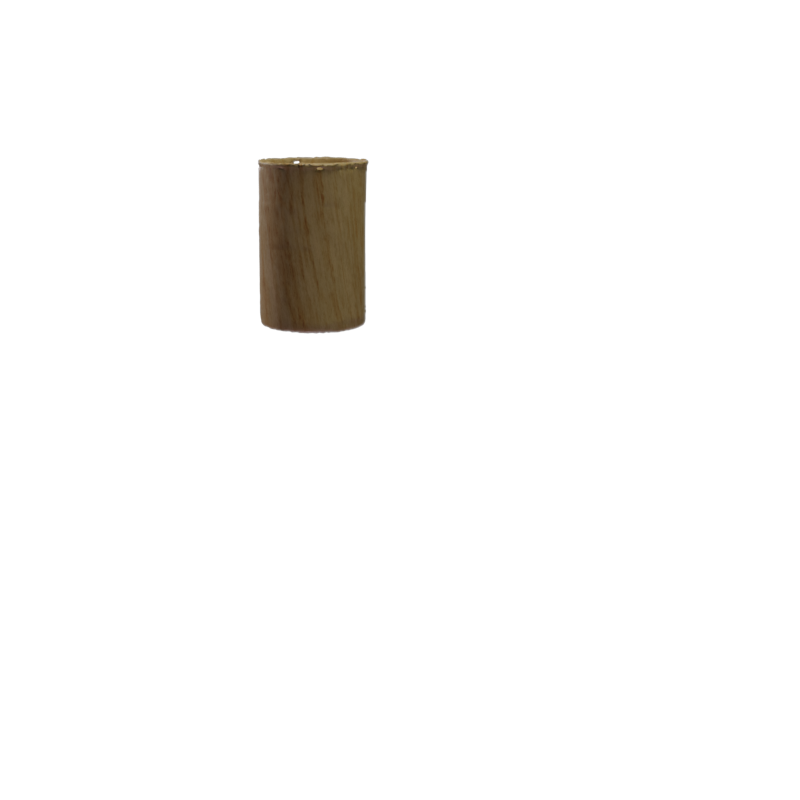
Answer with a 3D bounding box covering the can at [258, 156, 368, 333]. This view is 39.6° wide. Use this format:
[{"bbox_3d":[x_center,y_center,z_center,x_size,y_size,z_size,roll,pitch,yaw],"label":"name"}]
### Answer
[{"bbox_3d":[-0.054,-0.098,0.686,0.068,0.100,0.070,0,11,-2],"label":"can"}]
